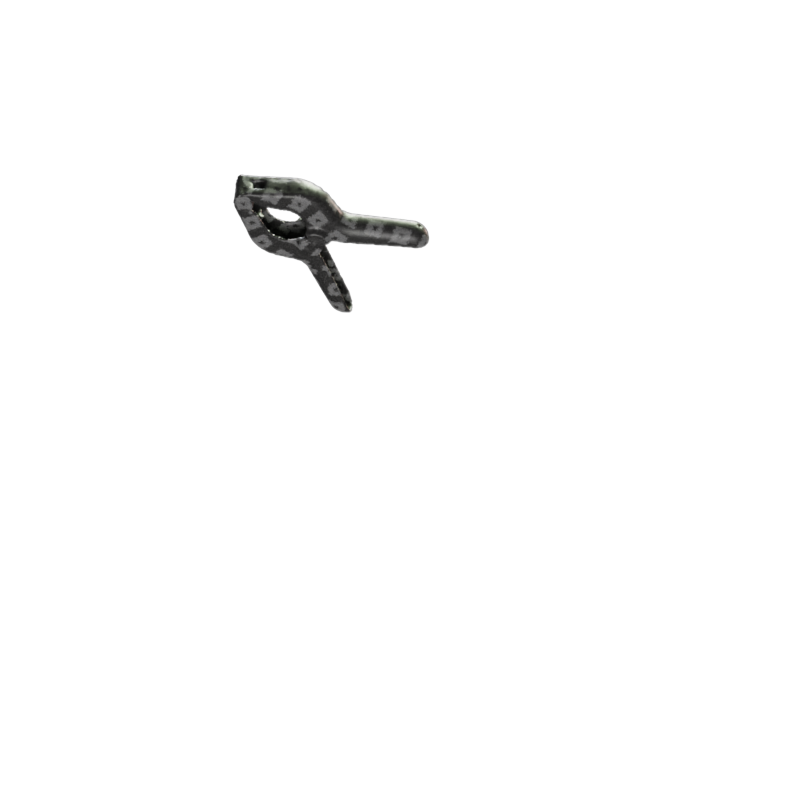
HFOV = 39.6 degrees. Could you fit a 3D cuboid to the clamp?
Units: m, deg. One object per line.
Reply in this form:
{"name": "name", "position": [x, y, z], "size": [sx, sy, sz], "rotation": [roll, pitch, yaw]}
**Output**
{"name": "clamp", "position": [-0.075, -0.137, 0.961], "size": [0.165, 0.116, 0.042], "rotation": [23, 36, -18]}
